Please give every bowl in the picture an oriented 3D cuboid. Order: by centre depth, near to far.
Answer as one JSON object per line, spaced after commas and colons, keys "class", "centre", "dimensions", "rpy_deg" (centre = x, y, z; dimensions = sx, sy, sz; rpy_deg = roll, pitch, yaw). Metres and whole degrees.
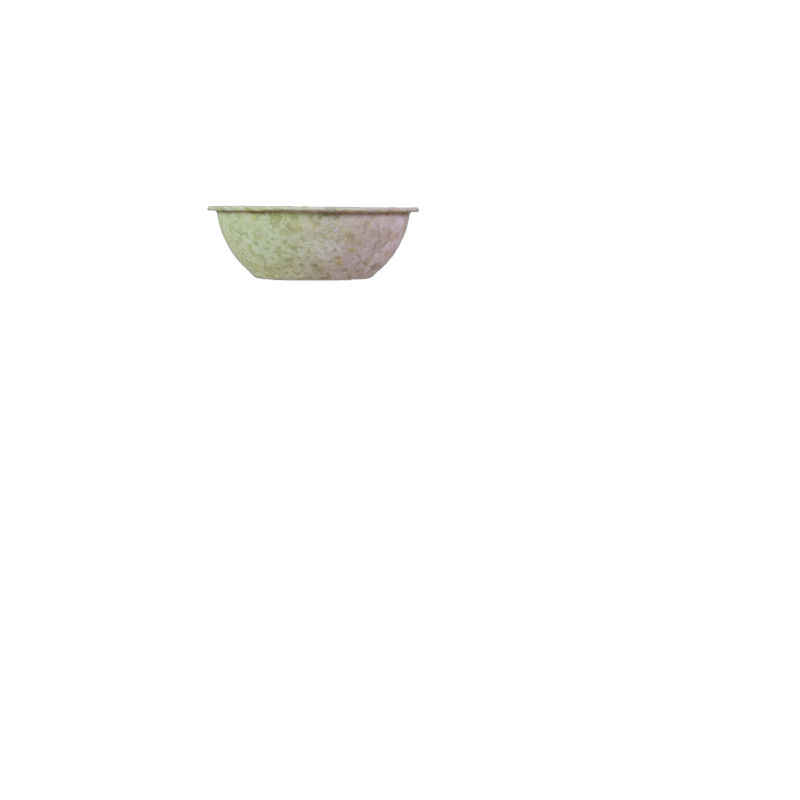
{"class": "bowl", "centre": [-0.066, -0.121, 0.847], "dimensions": [0.162, 0.054, 0.164], "rpy_deg": [0, 9, -2]}
